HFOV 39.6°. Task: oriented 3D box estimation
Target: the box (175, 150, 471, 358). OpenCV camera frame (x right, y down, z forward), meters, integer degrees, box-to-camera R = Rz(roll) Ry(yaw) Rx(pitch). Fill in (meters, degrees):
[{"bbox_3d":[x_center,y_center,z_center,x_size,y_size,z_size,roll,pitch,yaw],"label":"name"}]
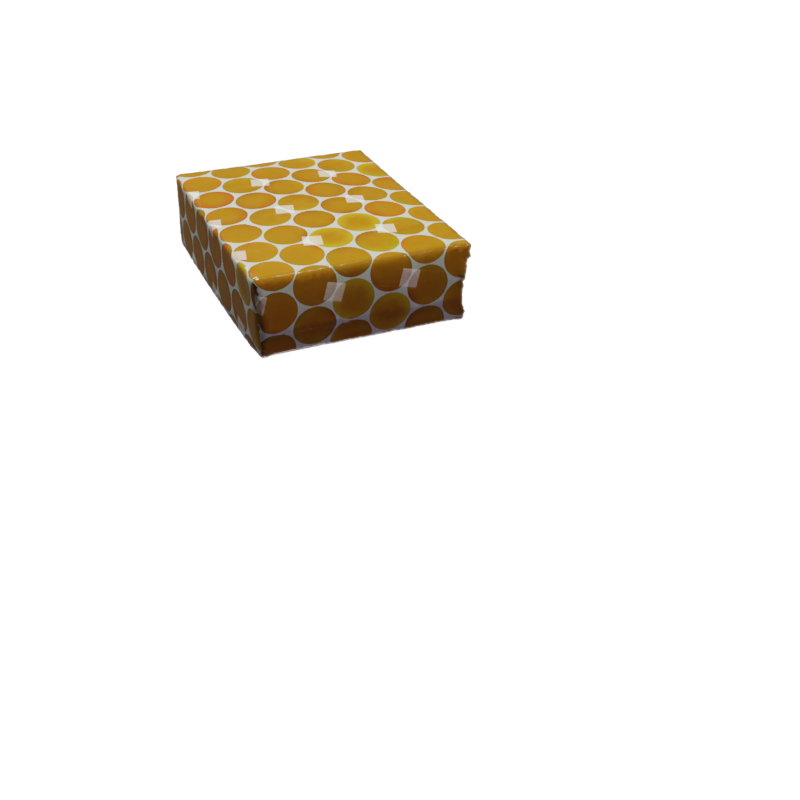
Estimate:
[{"bbox_3d":[-0.036,-0.066,0.465,0.088,0.037,0.122,-13,36,-19],"label":"box"}]
